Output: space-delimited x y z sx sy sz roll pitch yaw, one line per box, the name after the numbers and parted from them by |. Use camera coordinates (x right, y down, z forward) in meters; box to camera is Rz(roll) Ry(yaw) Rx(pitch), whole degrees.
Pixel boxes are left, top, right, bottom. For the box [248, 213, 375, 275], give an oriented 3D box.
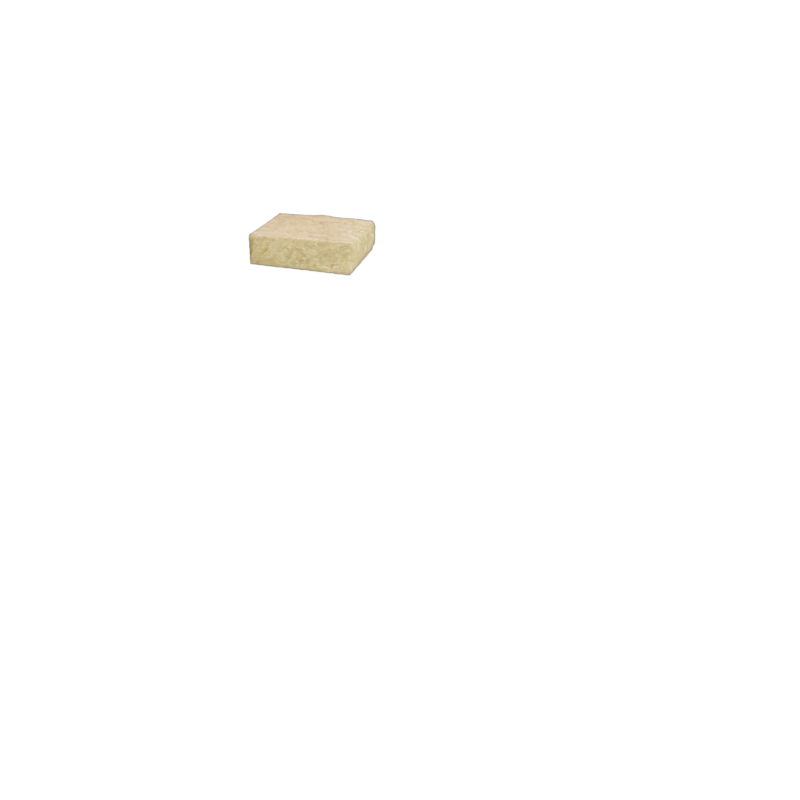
-0.072 -0.132 0.924 0.091 0.029 0.075 7 23 15 | box
